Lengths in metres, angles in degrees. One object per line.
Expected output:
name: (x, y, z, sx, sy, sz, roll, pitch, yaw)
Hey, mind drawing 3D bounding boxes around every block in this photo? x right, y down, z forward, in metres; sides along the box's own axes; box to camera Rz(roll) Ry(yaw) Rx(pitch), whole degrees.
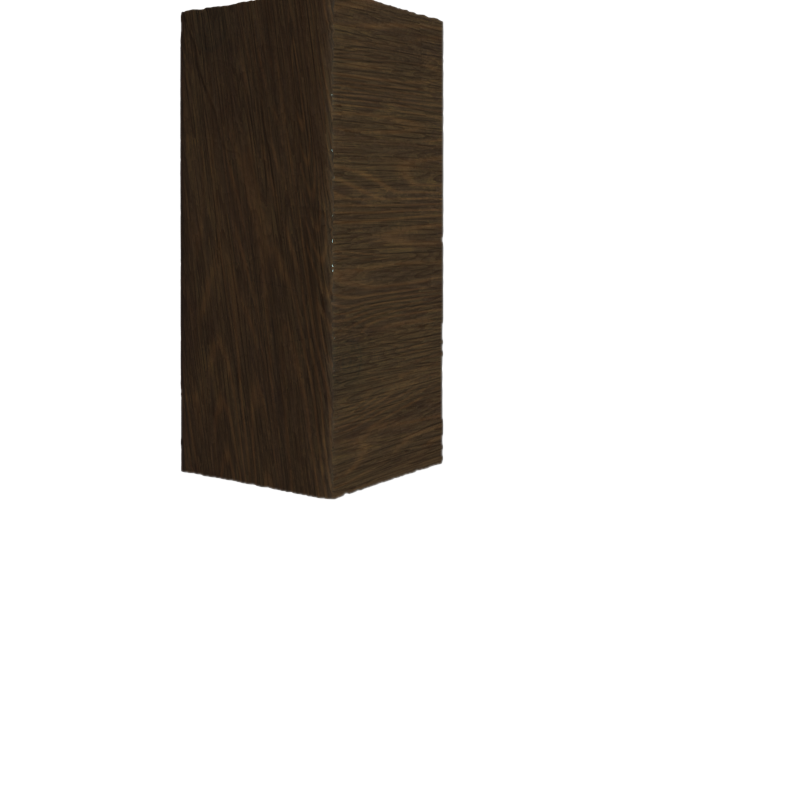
block: (-0.040, -0.072, 0.507, 0.094, 0.205, 0.088, 2, 3, 35)
